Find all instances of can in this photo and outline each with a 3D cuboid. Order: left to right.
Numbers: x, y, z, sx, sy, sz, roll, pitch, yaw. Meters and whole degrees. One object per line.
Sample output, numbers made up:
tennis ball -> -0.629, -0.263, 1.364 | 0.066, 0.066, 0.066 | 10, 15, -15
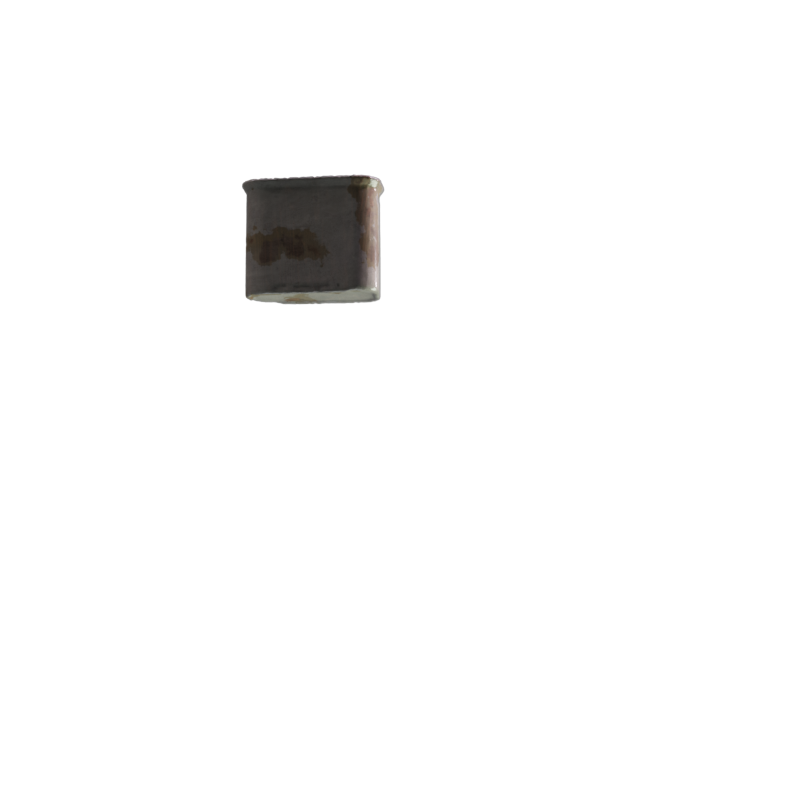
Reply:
can -> -0.063, -0.115, 0.802 | 0.103, 0.086, 0.055 | -1, -10, 8
